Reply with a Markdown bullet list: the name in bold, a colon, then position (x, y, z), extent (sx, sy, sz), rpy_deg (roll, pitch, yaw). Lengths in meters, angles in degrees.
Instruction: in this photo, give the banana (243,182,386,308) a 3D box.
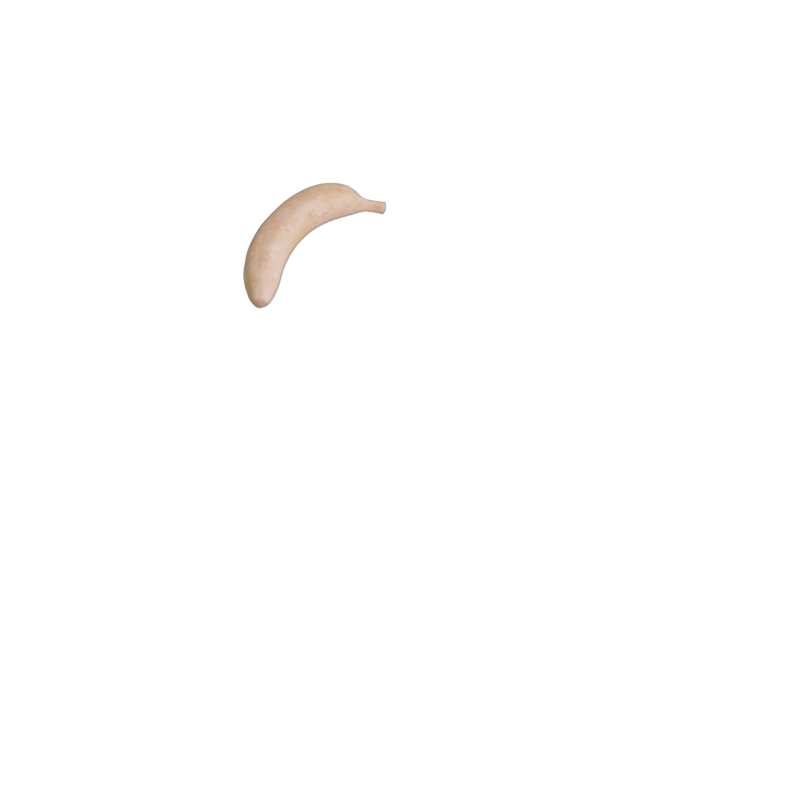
- **banana**: position (-0.092, -0.152, 1.008), extent (0.073, 0.034, 0.201), rpy_deg (23, 46, 24)
